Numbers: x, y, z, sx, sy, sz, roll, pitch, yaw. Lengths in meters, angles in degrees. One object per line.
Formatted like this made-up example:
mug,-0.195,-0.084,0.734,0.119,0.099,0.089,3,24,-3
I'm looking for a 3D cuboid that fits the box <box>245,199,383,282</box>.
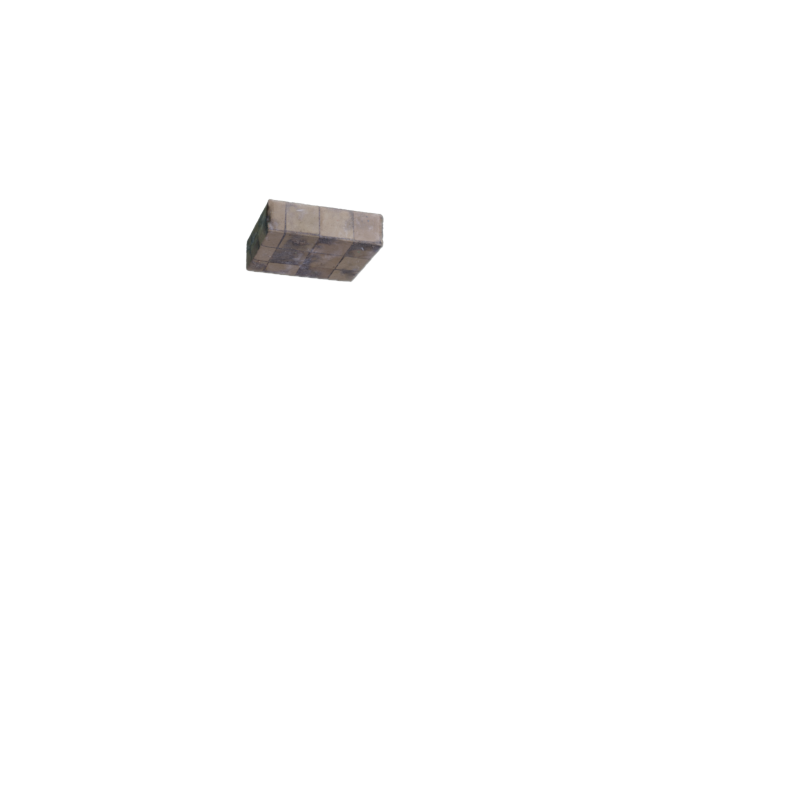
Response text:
box,-0.065,-0.119,0.831,0.087,0.032,0.071,5,-19,-16
